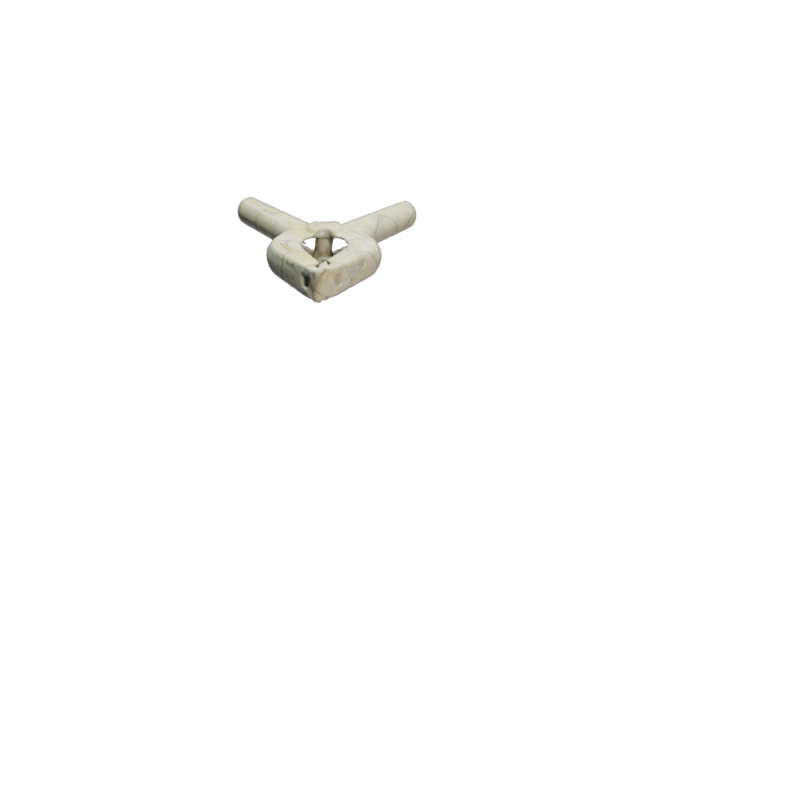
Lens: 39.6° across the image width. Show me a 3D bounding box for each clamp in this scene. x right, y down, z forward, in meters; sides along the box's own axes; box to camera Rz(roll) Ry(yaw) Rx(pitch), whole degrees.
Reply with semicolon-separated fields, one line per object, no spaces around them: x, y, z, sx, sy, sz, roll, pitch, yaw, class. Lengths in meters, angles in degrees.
-0.074;-0.136;0.950;0.166;0.035;0.219;3;26;5;clamp
